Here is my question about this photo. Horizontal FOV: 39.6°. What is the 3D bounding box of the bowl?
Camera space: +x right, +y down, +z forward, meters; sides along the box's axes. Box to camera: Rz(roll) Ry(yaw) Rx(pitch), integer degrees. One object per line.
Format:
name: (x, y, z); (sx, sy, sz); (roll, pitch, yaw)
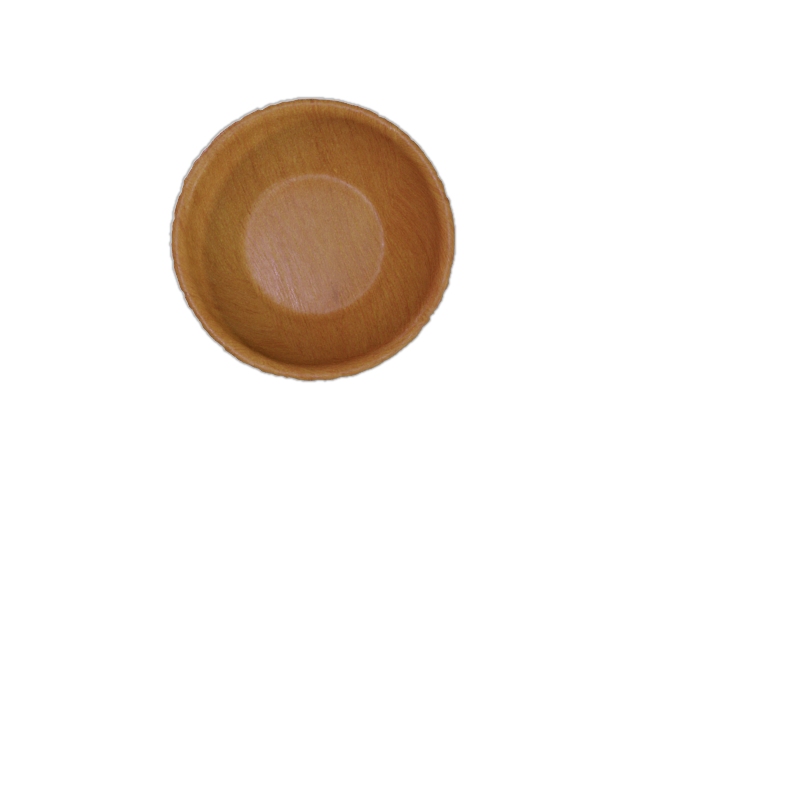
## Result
bowl: (-0.051, -0.093, 0.654); (0.162, 0.164, 0.055); (0, -3, 0)
